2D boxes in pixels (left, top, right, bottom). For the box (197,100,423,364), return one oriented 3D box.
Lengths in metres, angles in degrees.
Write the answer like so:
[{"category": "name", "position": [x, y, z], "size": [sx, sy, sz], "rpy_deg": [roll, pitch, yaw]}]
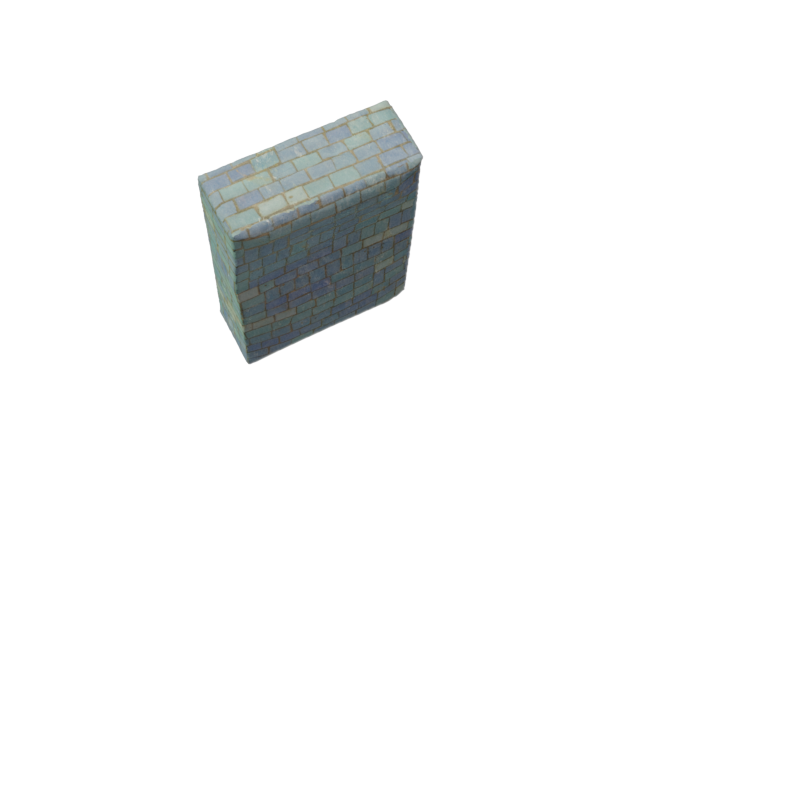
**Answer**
[{"category": "box", "position": [-0.072, -0.131, 0.918], "size": [0.164, 0.076, 0.202], "rpy_deg": [-25, -21, -14]}]
